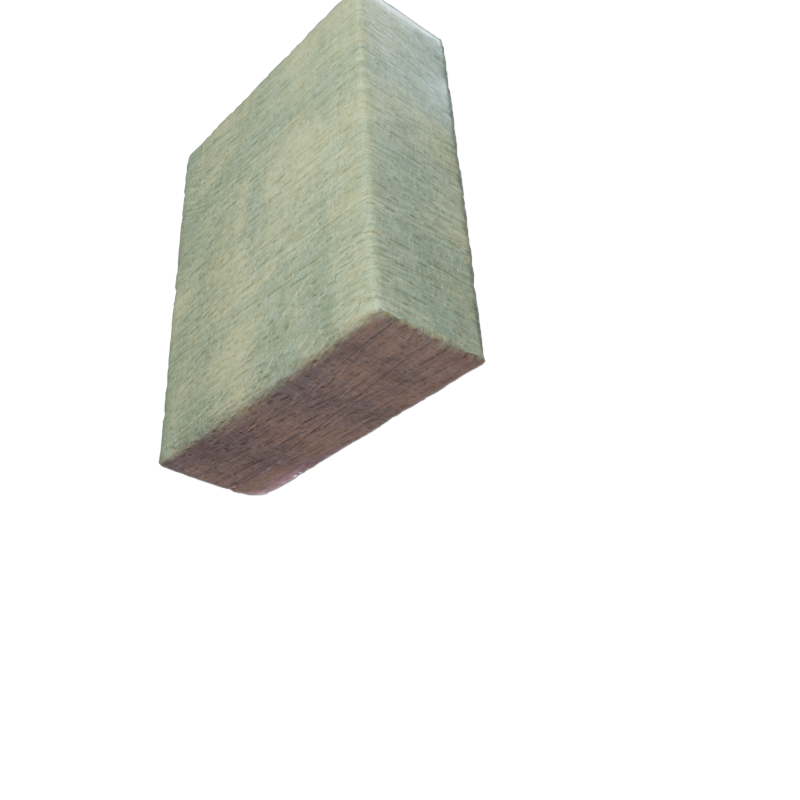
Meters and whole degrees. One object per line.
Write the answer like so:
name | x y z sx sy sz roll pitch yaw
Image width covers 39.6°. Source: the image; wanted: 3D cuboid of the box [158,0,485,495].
box | -0.044 -0.081 0.568 0.068 0.229 0.162 27 -45 -33
